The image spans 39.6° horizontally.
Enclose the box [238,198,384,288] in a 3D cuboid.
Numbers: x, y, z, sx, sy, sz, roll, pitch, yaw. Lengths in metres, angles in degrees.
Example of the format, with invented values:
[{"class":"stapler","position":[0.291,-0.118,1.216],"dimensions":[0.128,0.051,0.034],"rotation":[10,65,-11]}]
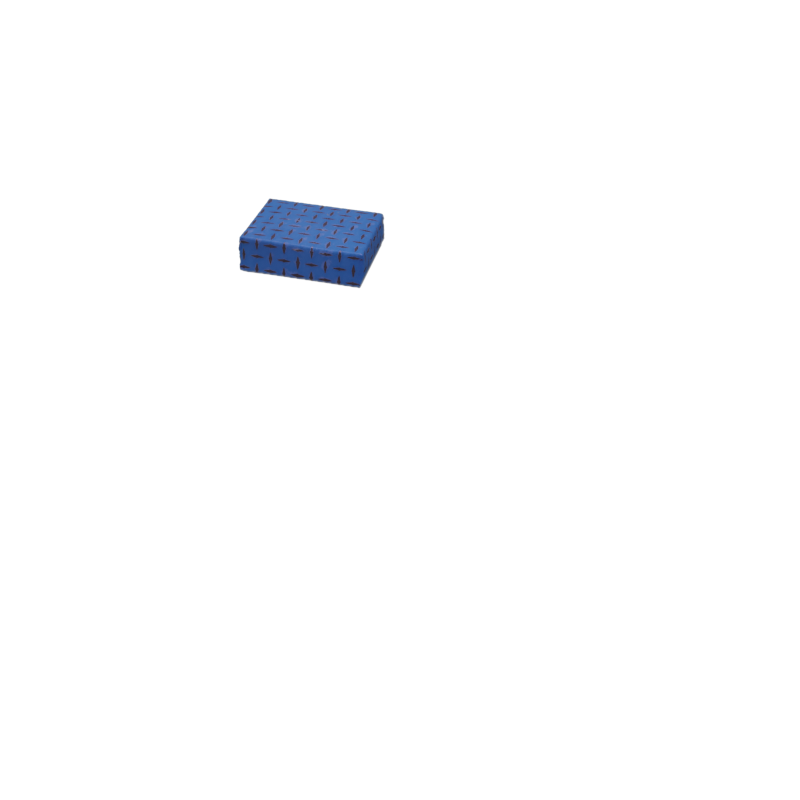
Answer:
[{"class":"box","position":[-0.078,-0.142,0.991],"dimensions":[0.116,0.037,0.093],"rotation":[7,31,11]}]
